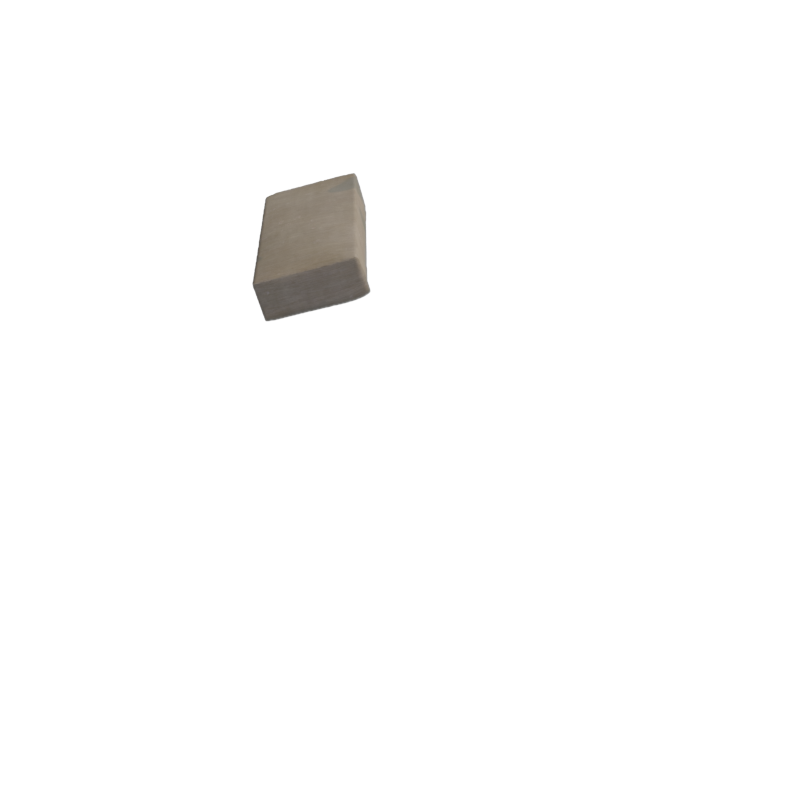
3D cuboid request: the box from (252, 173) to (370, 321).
[{"bbox_3d":[-0.078,-0.141,0.988,0.094,0.045,0.188,-14,34,6],"label":"box"}]
